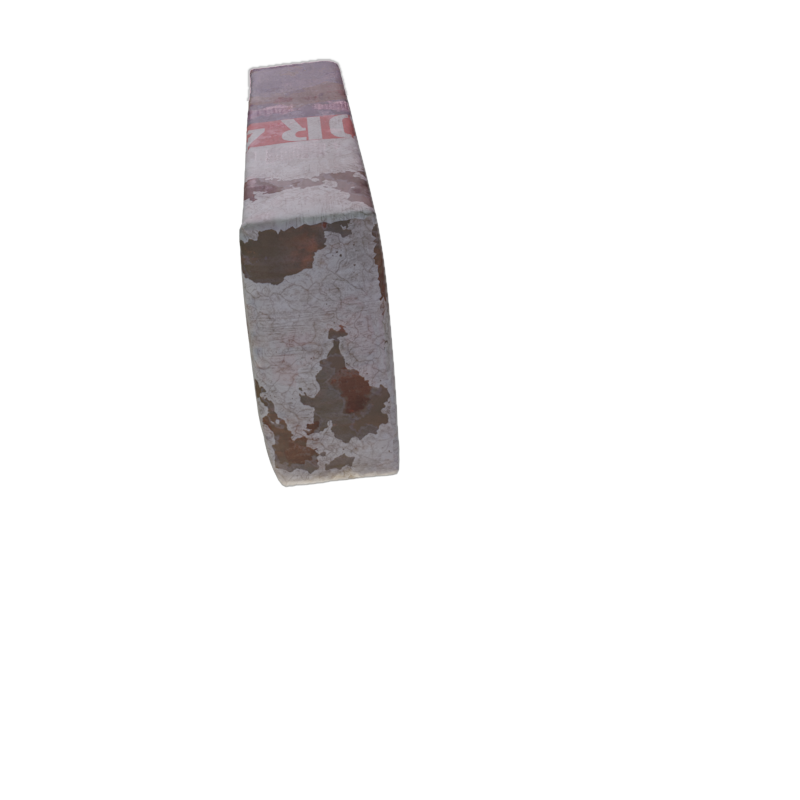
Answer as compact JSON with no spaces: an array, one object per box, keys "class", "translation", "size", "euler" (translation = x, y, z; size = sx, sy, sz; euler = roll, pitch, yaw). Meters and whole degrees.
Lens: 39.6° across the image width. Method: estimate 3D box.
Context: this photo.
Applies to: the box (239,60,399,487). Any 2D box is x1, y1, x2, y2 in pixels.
[{"class":"box","translation":[-0.032,-0.058,0.408],"size":[0.048,0.088,0.187],"euler":[-5,30,-1]}]
